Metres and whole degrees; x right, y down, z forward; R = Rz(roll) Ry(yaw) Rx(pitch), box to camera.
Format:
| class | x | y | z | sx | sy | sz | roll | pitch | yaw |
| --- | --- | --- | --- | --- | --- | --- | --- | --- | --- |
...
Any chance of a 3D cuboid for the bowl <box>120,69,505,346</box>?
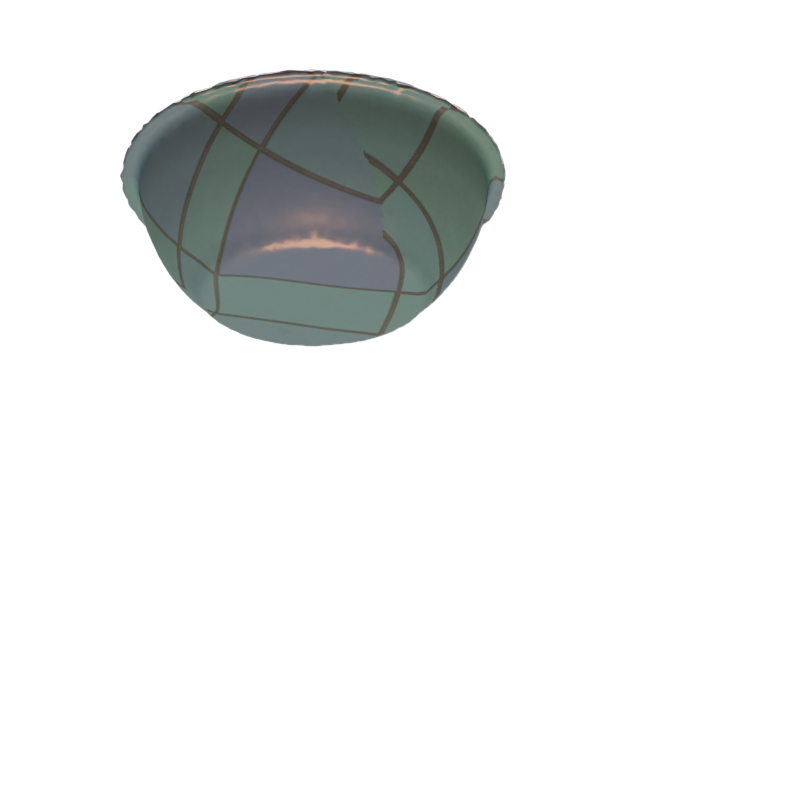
| class | x | y | z | sx | sy | sz | roll | pitch | yaw |
| --- | --- | --- | --- | --- | --- | --- | --- | --- | --- |
| bowl | -0.036 | -0.066 | 0.459 | 0.162 | 0.058 | 0.153 | 1 | -24 | -2 |
